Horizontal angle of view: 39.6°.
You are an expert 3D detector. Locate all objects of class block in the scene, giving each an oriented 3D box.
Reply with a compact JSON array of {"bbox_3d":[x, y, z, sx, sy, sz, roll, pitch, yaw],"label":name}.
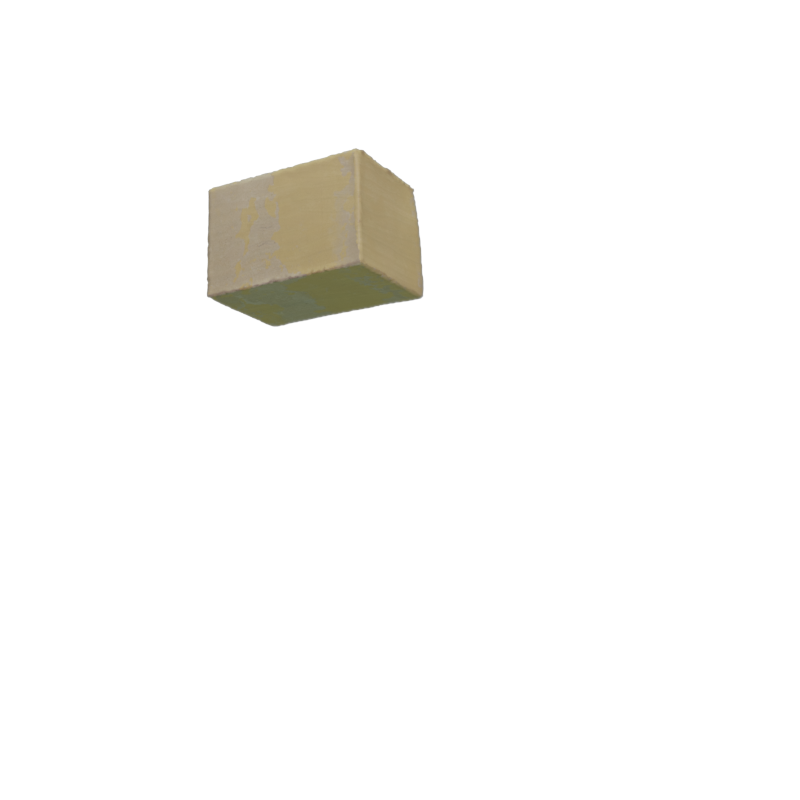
[{"bbox_3d":[-0.037,-0.067,0.471,0.080,0.054,0.049,-9,-19,28],"label":"block"}]
